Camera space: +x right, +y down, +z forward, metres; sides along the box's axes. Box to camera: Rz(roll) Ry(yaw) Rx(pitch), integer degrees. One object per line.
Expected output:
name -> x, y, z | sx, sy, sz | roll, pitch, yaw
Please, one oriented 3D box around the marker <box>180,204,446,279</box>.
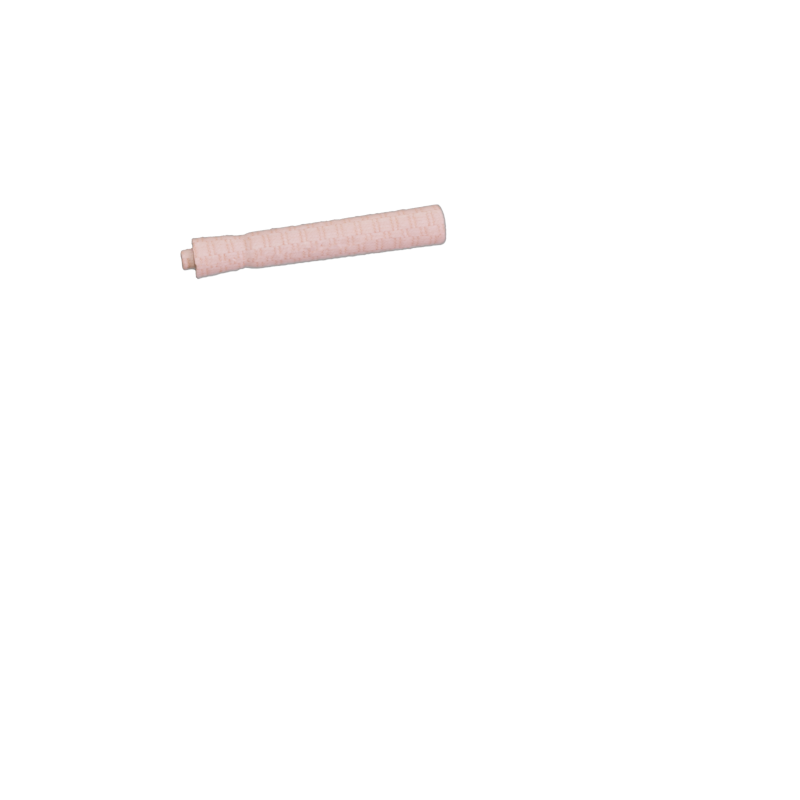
marker -> -0.040, -0.072, 0.507 | 0.120, 0.020, 0.020 | -9, 5, -7
